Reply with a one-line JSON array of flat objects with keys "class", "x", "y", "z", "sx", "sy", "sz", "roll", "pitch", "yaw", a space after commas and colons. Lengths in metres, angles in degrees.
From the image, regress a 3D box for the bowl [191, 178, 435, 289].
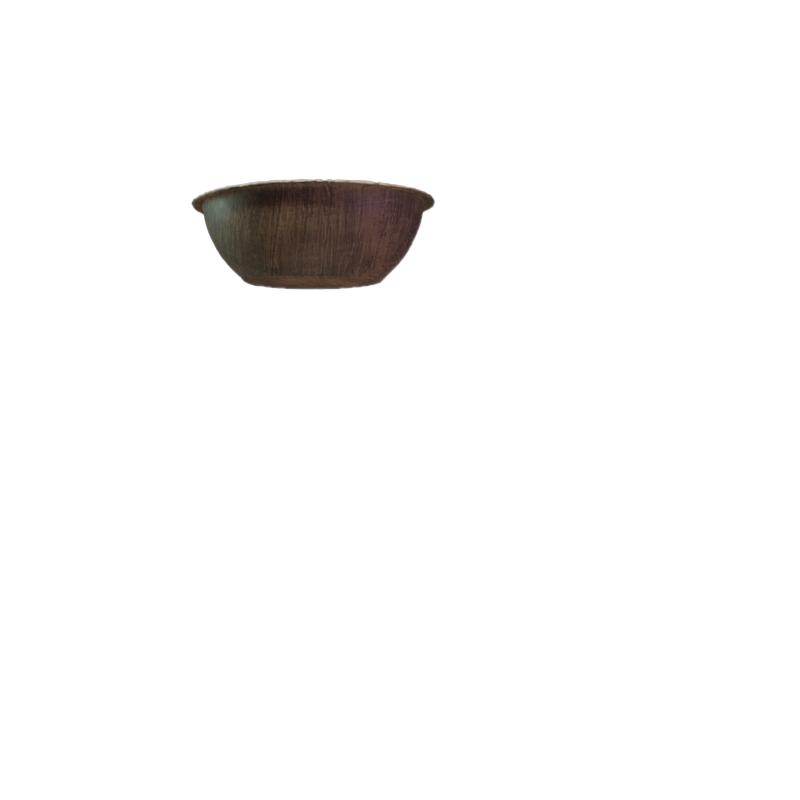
[{"class": "bowl", "x": -0.058, "y": -0.105, "z": 0.736, "sx": 0.162, "sy": 0.056, "sz": 0.161, "roll": 0, "pitch": -1, "yaw": -2}]
